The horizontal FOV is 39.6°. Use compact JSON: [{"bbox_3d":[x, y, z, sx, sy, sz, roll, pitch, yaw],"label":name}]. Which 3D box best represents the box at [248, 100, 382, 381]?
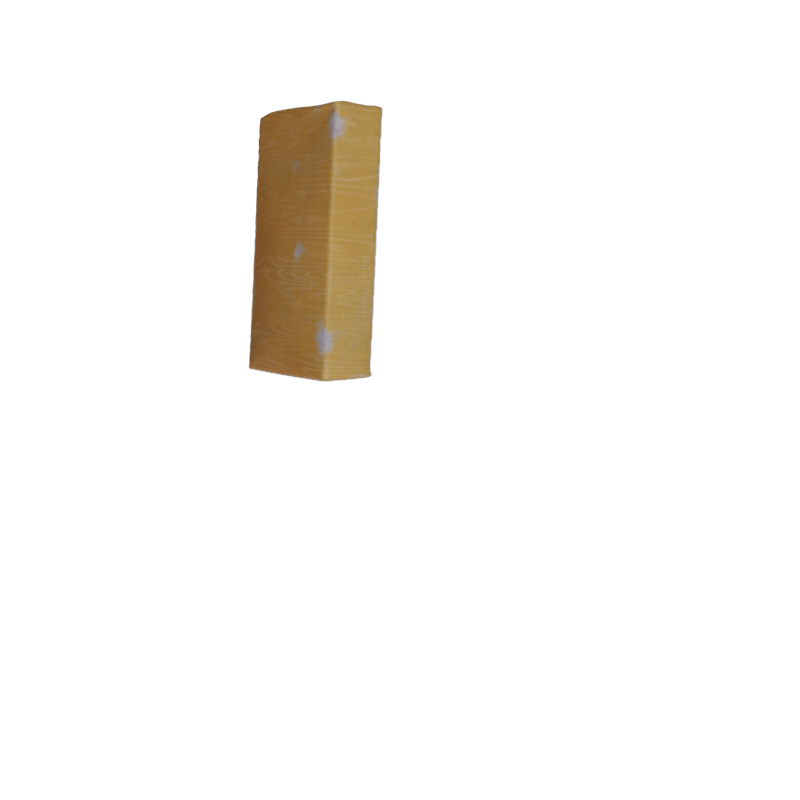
[{"bbox_3d":[-0.058,-0.105,0.733,0.046,0.176,0.097,0,1,-38],"label":"box"}]
